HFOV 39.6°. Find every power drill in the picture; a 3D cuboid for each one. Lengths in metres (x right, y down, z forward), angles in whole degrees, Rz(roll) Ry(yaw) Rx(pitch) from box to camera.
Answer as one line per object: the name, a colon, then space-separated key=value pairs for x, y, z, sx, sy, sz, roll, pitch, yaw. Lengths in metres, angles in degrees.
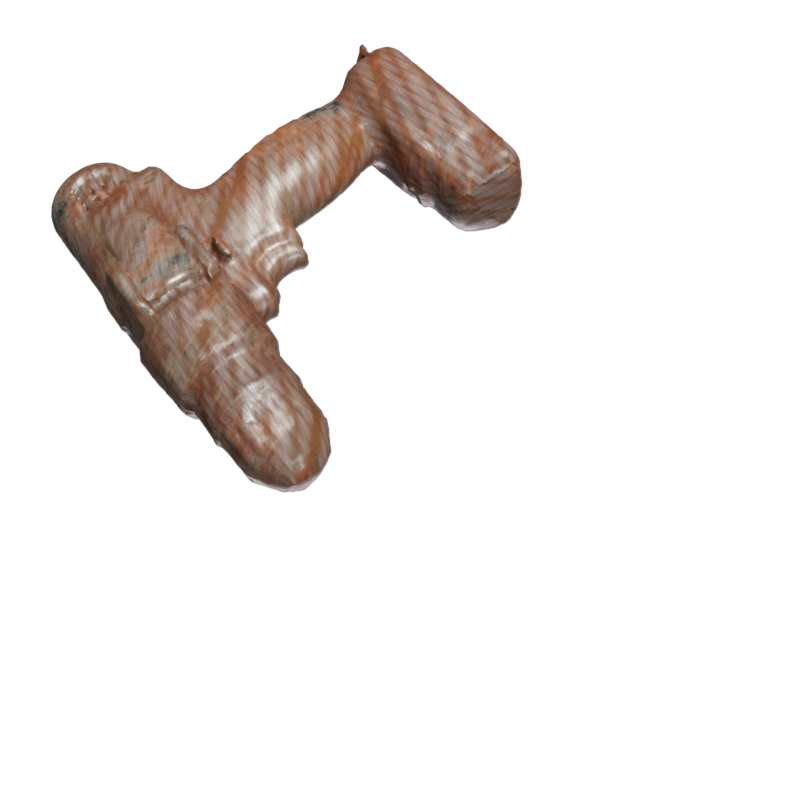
power drill: x=-0.039 y=-0.071 z=0.496 sx=0.188 sy=0.197 sz=0.054 roll=-32 pitch=-28 yaw=-20
